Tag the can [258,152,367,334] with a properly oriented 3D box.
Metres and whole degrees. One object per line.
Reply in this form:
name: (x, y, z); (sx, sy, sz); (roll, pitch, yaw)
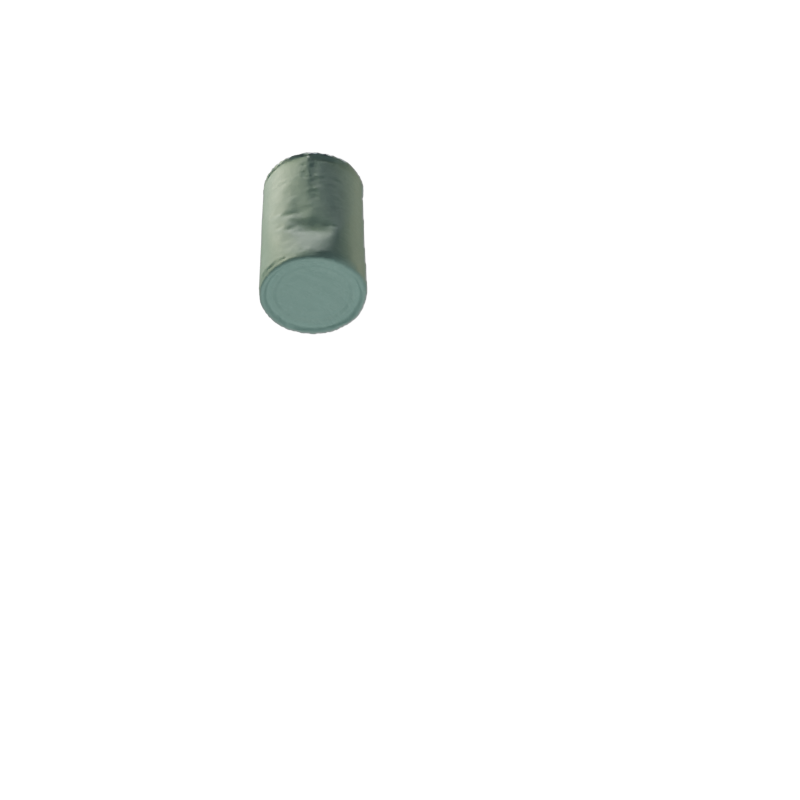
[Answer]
can: (-0.056, -0.101, 0.710); (0.068, 0.110, 0.064); (-1, -44, -3)
